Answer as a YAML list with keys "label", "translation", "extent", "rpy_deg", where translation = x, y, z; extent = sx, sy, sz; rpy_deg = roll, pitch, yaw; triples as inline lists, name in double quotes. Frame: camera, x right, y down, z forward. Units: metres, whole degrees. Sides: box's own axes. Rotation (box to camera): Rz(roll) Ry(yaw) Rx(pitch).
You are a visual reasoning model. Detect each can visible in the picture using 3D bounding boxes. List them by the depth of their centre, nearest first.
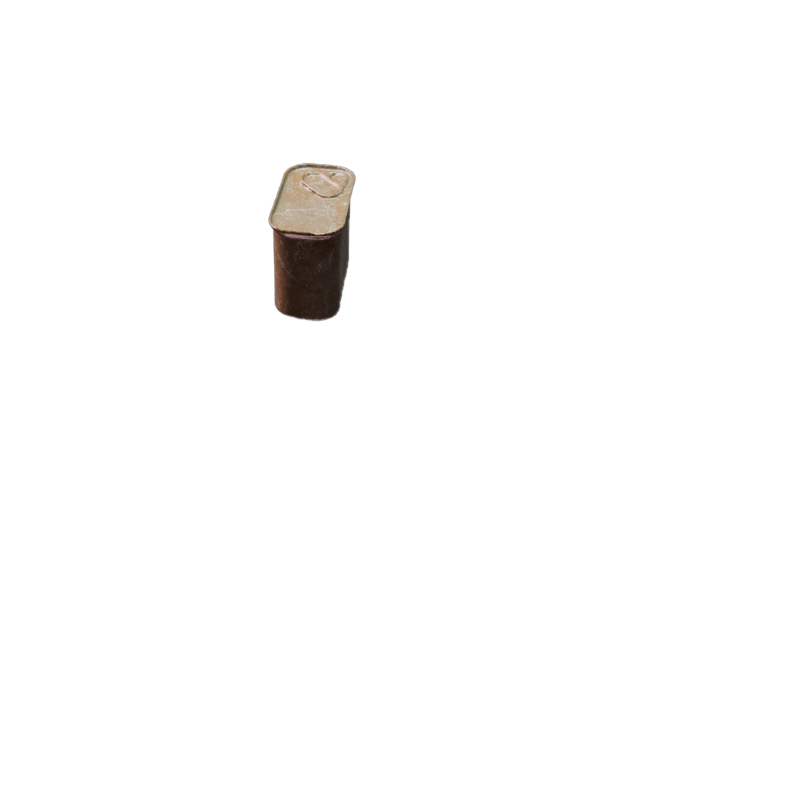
- label: "can"
  translation: [-0.068, -0.124, 0.868]
  extent: [0.058, 0.078, 0.108]
  rpy_deg: [5, 38, 3]
